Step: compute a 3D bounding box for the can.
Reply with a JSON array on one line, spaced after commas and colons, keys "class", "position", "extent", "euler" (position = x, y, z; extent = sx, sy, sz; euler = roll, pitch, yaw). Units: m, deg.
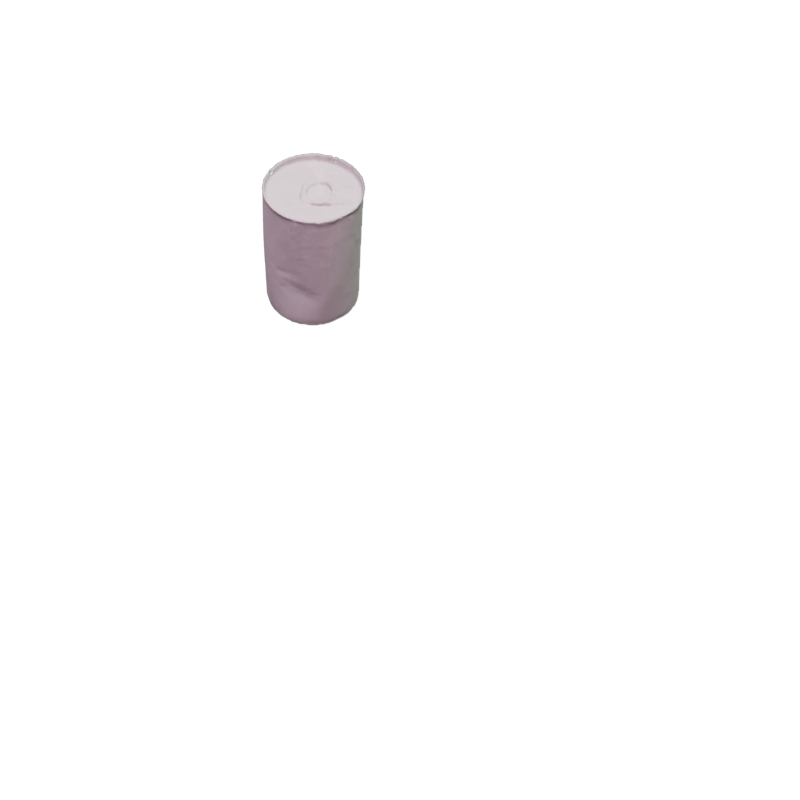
[{"class": "can", "position": [-0.060, -0.109, 0.761], "extent": [0.068, 0.074, 0.095], "euler": [0, -42, -3]}]
